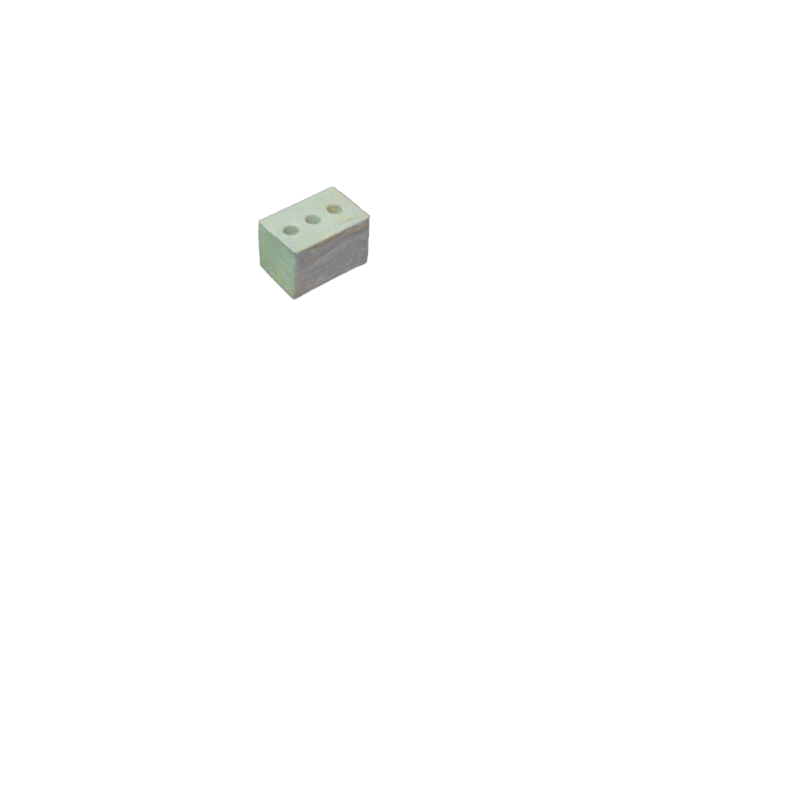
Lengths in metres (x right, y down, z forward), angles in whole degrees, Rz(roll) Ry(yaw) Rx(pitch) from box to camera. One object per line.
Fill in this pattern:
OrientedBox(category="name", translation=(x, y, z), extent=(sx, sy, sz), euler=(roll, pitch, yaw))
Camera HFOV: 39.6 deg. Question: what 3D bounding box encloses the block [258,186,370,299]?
OrientedBox(category="block", translation=(-0.071, -0.130, 0.909), extent=(0.078, 0.048, 0.057), euler=(-30, 54, -27))
